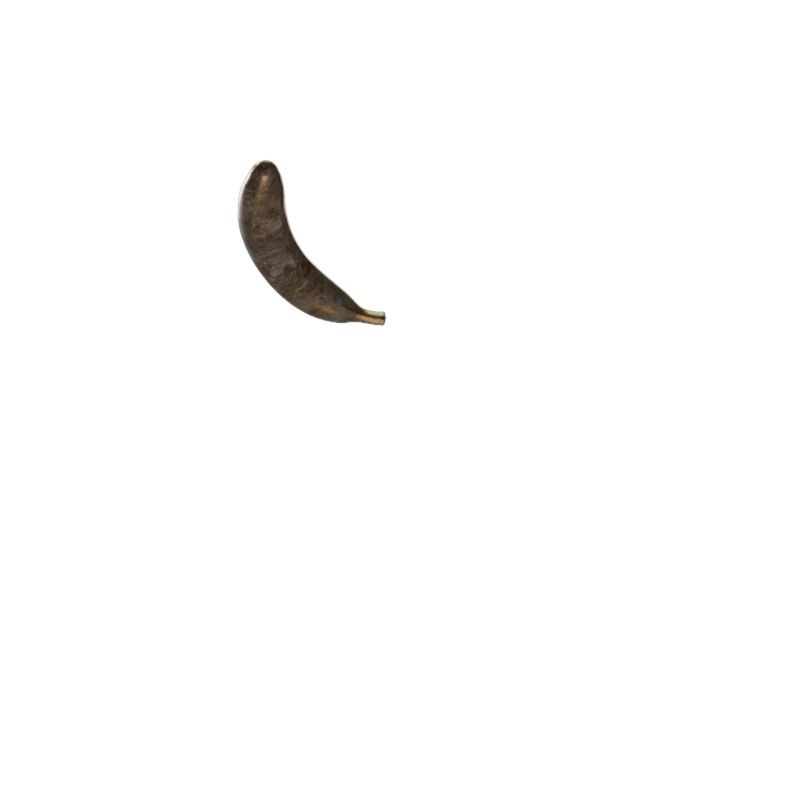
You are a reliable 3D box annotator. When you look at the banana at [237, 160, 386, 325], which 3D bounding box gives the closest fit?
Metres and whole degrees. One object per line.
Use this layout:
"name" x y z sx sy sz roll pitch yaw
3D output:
"banana" -0.081 -0.113 0.848 0.070 0.039 0.182 -17 -39 21
